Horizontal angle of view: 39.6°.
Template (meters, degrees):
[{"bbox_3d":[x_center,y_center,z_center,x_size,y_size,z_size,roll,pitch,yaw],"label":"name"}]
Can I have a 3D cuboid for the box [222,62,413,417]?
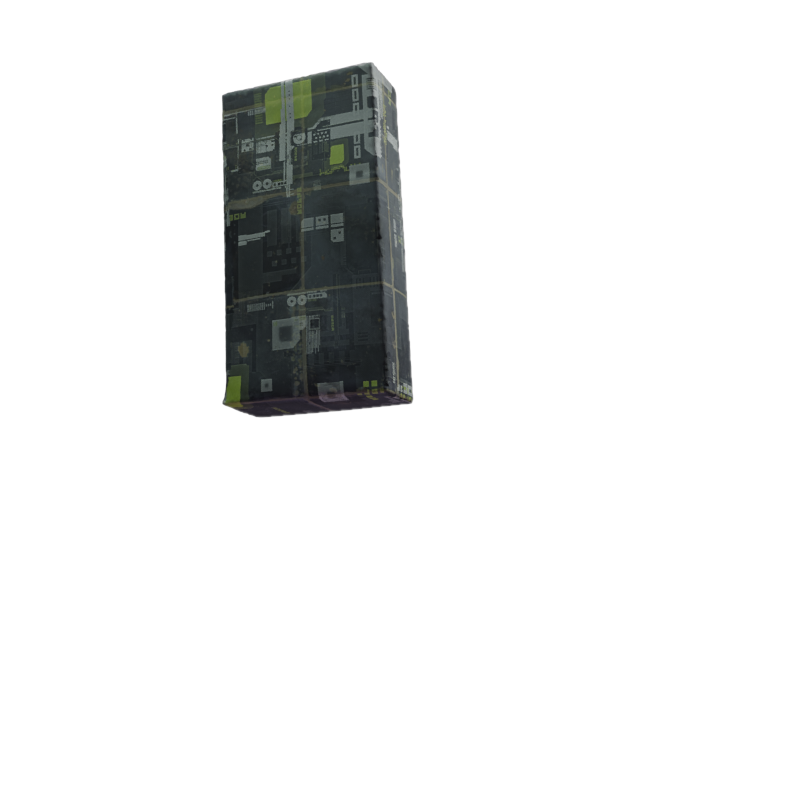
[{"bbox_3d":[-0.046,-0.084,0.588,0.095,0.184,0.045,-8,-19,21],"label":"box"}]
